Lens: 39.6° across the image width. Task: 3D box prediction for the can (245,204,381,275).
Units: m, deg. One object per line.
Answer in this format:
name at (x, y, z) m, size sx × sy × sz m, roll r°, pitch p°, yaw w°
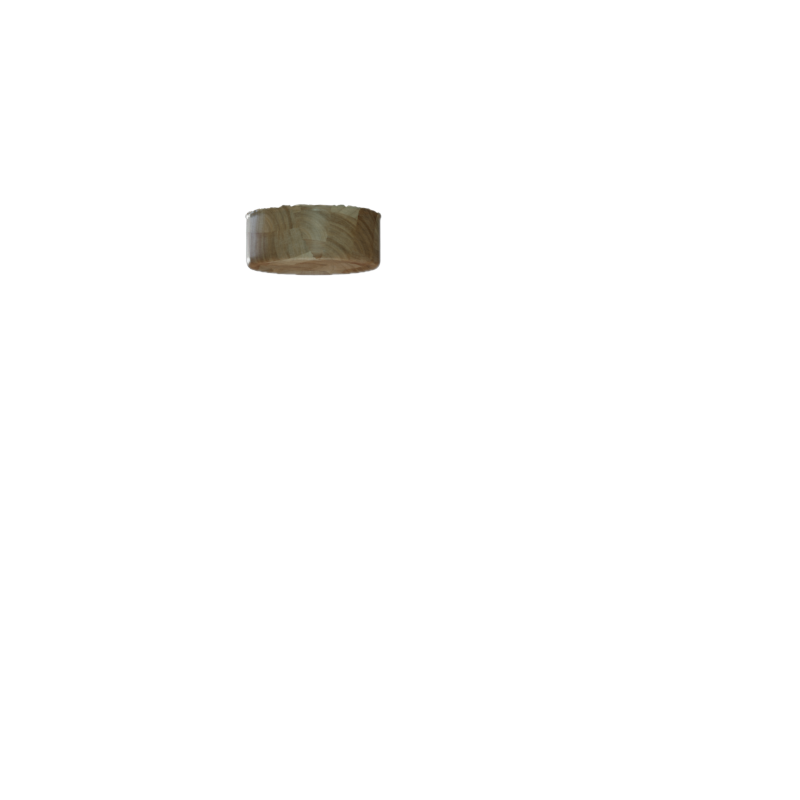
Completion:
can at (-0.054, -0.099, 0.696) m, size 0.086 × 0.034 × 0.085 m, roll 0°, pitch -1°, yaw -2°
